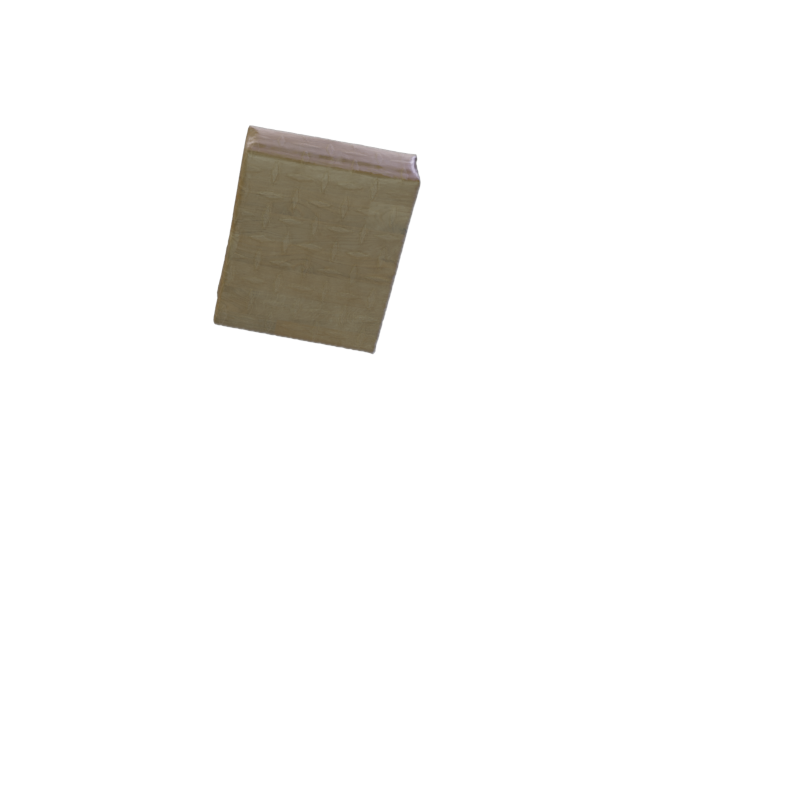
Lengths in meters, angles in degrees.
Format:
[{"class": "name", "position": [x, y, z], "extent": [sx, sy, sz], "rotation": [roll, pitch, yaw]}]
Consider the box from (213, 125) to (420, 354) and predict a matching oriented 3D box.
[{"class": "box", "position": [-0.037, -0.068, 0.476], "extent": [0.072, 0.085, 0.032], "rotation": [10, 31, -7]}]
